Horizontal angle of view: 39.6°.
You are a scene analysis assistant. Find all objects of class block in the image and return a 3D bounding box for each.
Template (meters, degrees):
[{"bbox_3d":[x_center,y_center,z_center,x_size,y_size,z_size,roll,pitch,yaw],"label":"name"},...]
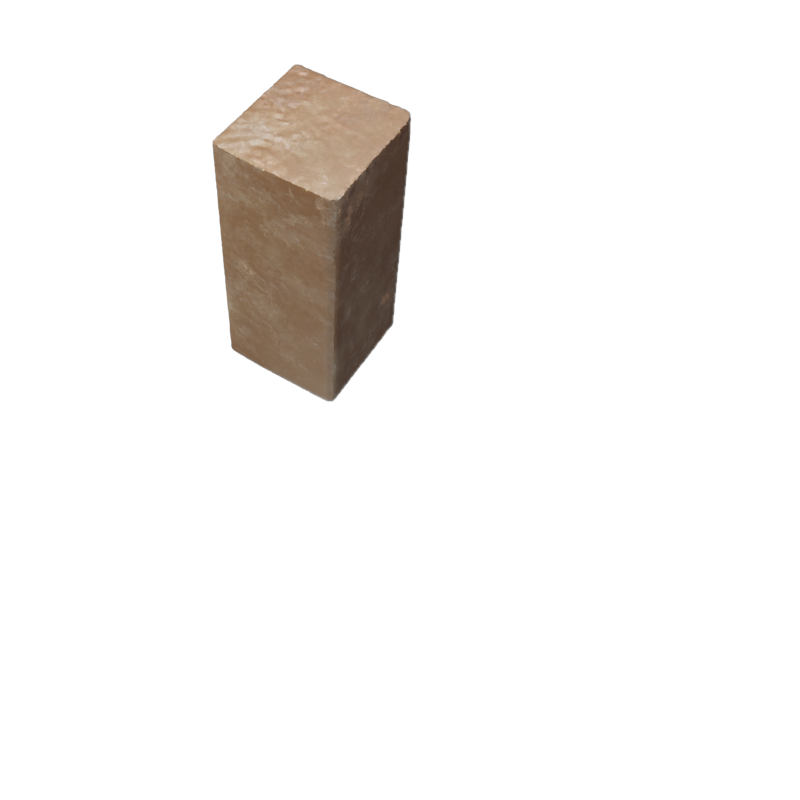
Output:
[{"bbox_3d":[-0.057,-0.105,0.735,0.094,0.093,0.192,28,-34,17],"label":"block"}]
